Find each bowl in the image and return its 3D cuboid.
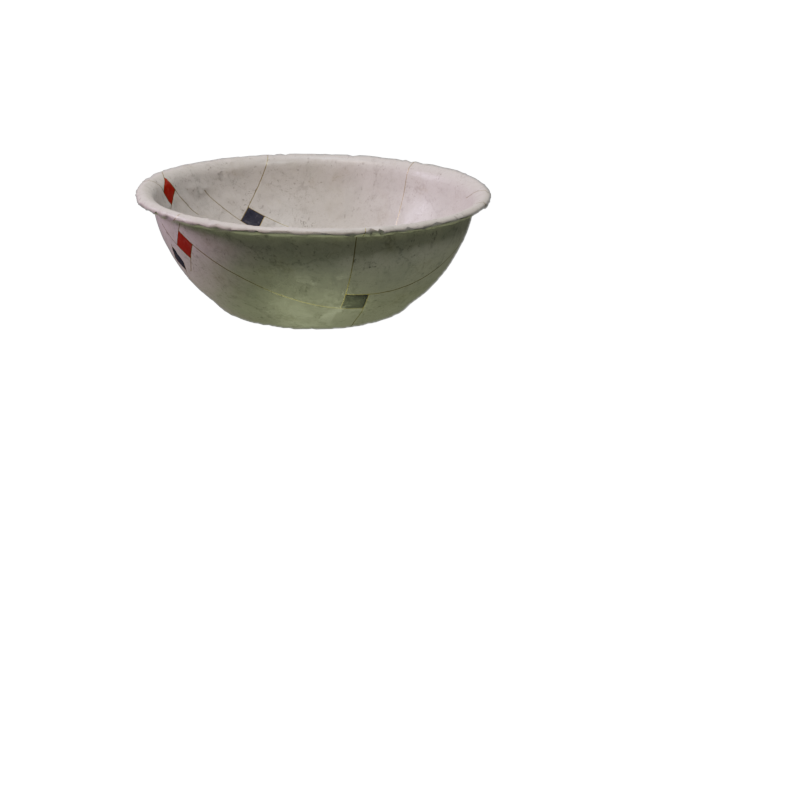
[{"bbox_3d":[-0.040,-0.073,0.513,0.162,0.053,0.169,-1,22,-2],"label":"bowl"}]
